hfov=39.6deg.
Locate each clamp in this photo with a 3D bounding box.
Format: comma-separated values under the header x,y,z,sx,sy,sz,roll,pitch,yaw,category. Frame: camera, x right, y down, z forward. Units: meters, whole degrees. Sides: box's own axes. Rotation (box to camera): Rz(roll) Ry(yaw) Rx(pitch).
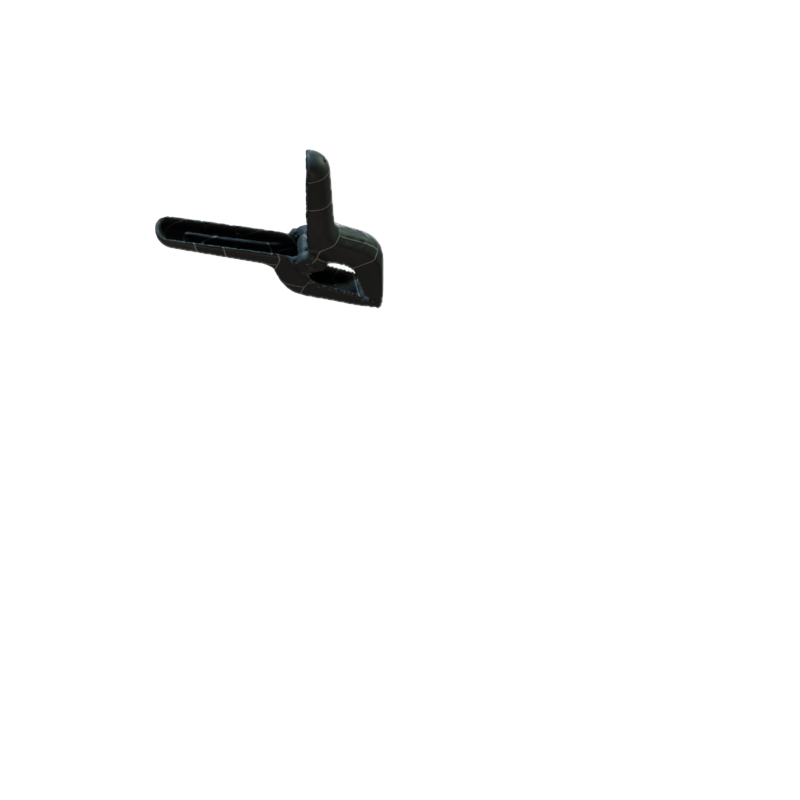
x,y,z,sx,sy,sz,roll,pitch,yaw,category
-0.071,-0.130,0.908,0.165,0.039,0.196,-21,-33,37,clamp
